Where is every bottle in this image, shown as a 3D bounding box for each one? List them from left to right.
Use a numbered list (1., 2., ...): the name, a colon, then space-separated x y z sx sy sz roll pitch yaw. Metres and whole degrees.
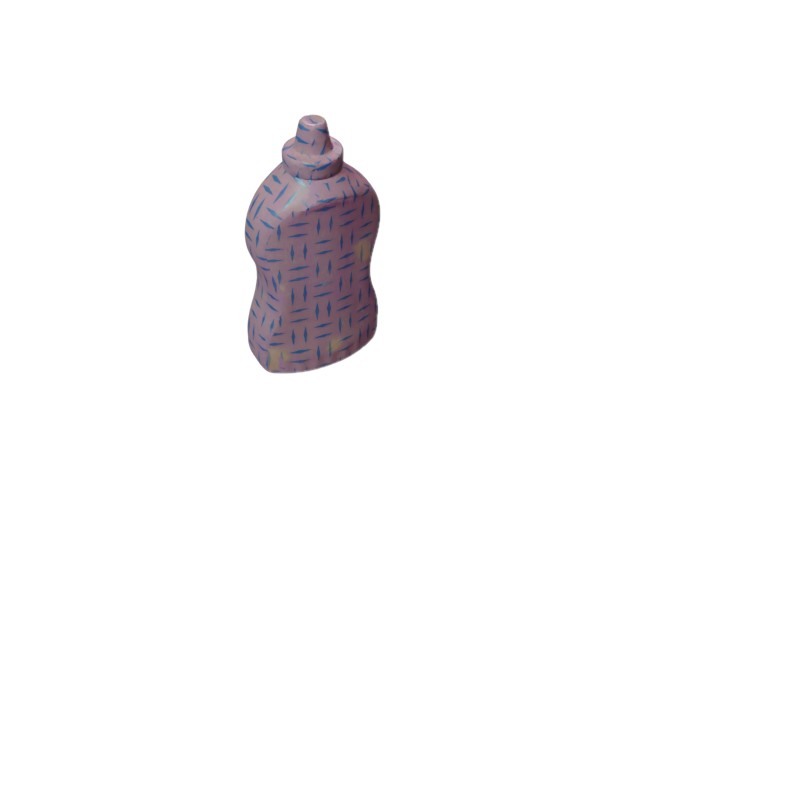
1. bottle: -0.061 -0.110 0.770 0.095 0.179 0.063 -17 43 -22
